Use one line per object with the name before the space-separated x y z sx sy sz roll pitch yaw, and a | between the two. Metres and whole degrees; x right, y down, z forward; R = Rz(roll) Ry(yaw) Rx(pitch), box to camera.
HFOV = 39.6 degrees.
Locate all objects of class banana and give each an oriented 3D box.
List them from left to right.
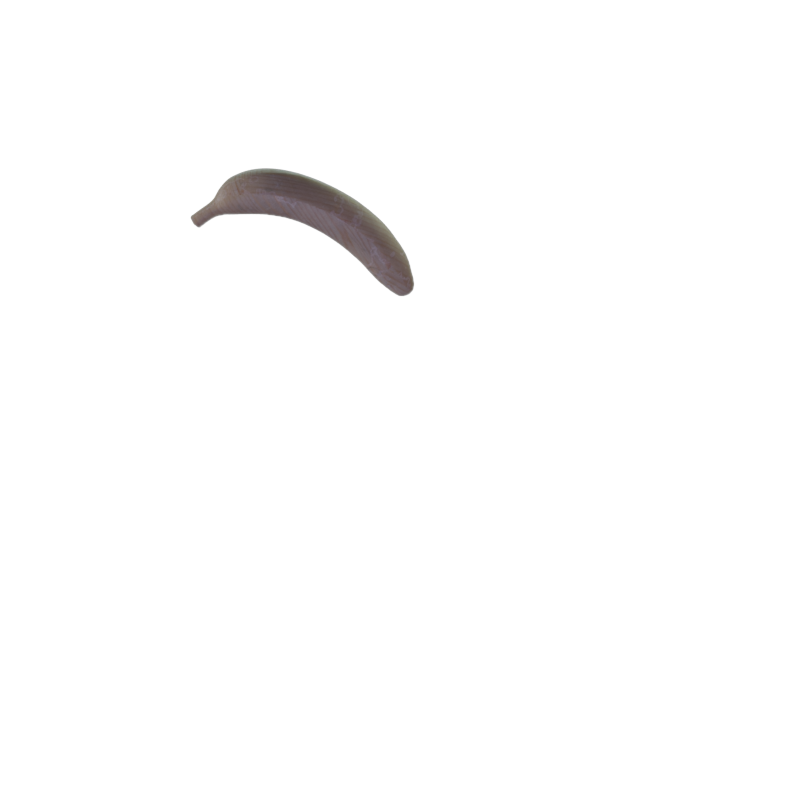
banana | -0.067 -0.145 0.907 0.192 0.067 0.039 19 35 -14
